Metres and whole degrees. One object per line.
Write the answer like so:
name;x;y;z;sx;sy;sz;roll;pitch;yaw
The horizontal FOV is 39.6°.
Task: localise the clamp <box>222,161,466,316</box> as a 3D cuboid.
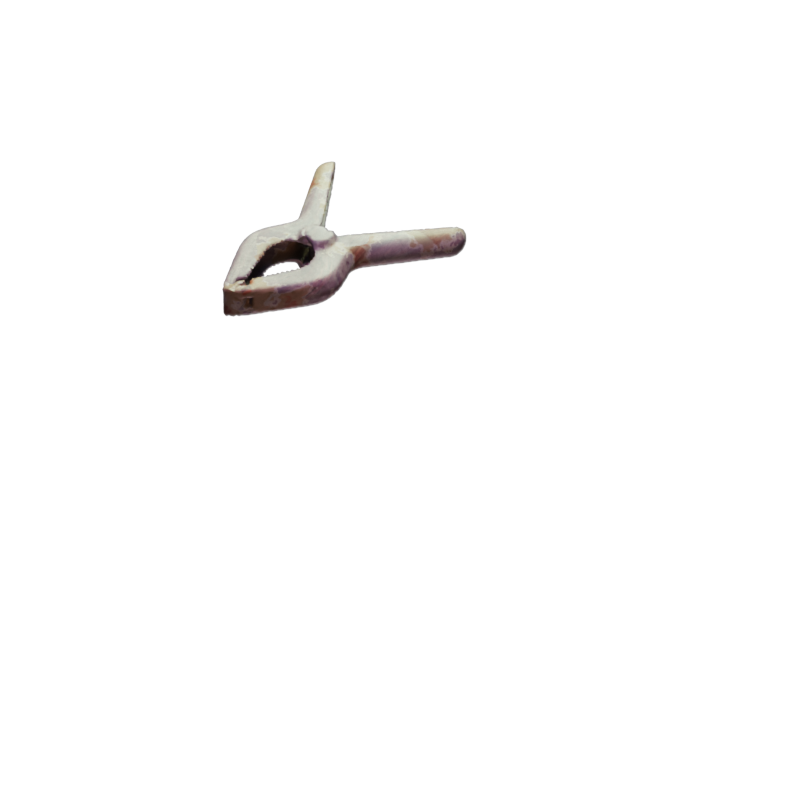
clamp;-0.073;-0.133;0.929;0.209;0.034;0.177;-29;48;-30
